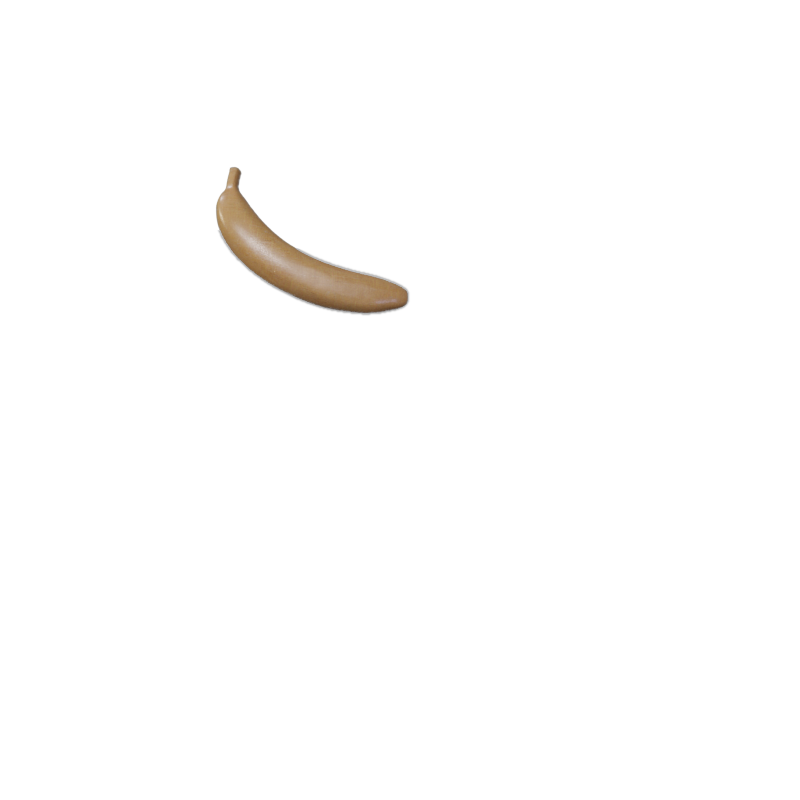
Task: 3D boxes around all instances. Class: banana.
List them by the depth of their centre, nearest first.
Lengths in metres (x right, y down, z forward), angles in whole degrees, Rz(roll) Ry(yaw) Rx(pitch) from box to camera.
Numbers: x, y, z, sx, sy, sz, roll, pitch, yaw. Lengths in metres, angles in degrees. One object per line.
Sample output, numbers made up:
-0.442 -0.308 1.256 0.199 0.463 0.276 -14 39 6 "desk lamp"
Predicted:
-0.088 -0.123 0.939 0.204 0.070 0.035 38 -14 11 "banana"
